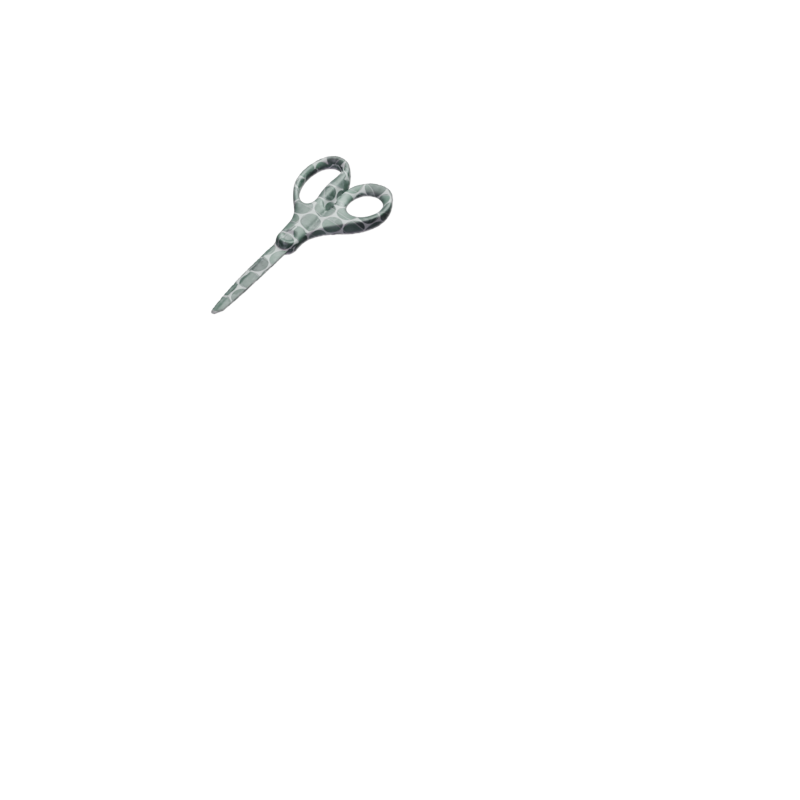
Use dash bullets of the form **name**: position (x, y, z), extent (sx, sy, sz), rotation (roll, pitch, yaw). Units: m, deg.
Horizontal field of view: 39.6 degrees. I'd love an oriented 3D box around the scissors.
- **scissors**: position (-0.072, -0.131, 0.915), extent (0.098, 0.211, 0.015), rotation (14, -39, 11)
